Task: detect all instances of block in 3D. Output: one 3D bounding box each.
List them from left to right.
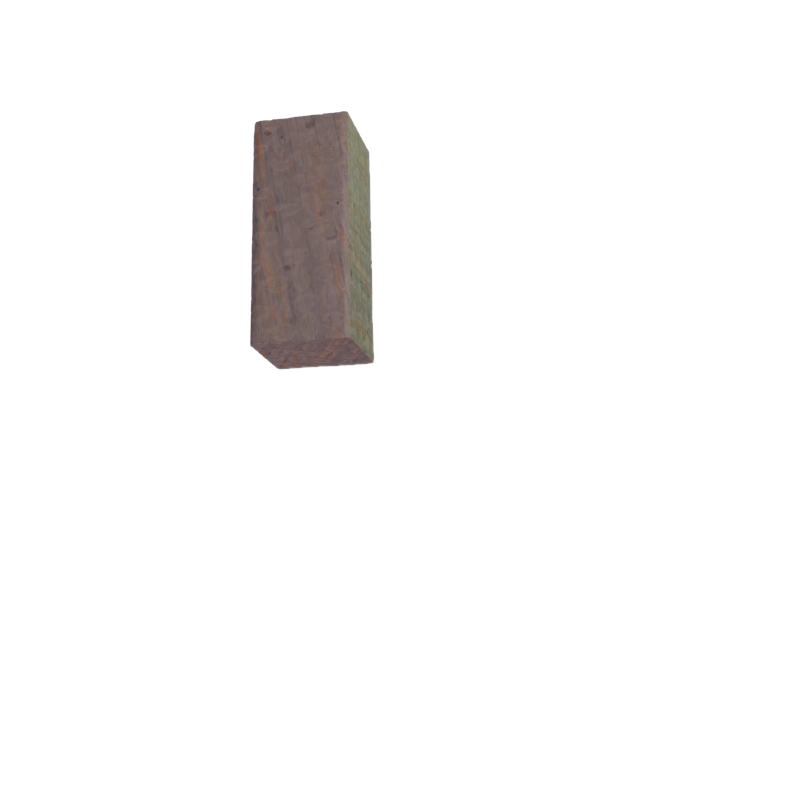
[{"bbox_3d":[-0.078,-0.140,0.983,0.091,0.216,0.085,-5,-19,12],"label":"block"}]
